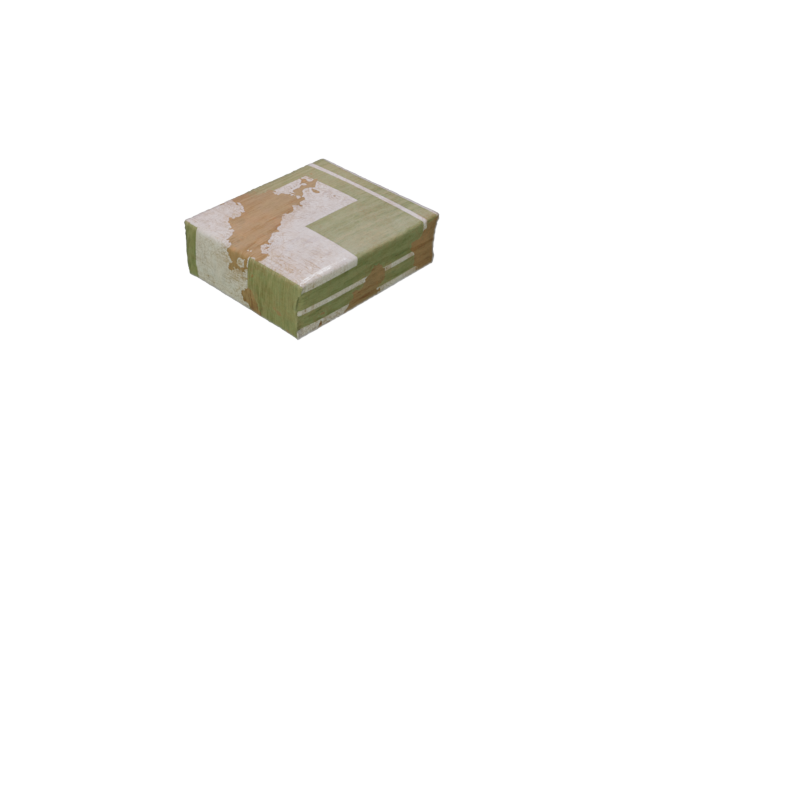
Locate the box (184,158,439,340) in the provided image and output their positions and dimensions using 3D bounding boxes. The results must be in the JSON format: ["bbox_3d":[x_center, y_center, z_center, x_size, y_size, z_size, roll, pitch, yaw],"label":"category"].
[{"bbox_3d":[-0.048,-0.087,0.611,0.096,0.036,0.114,29,46,32],"label":"box"}]
